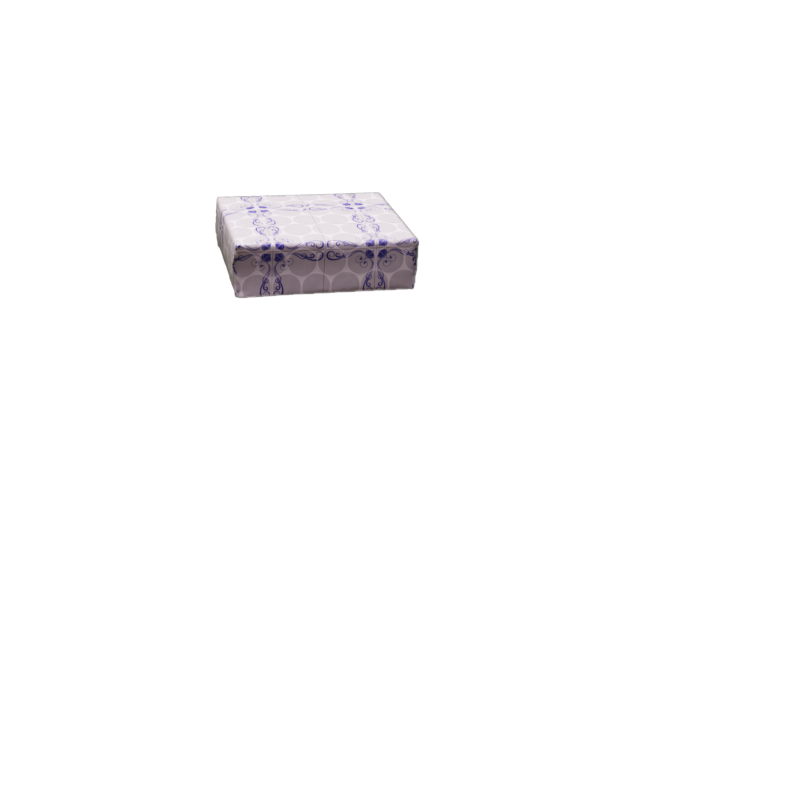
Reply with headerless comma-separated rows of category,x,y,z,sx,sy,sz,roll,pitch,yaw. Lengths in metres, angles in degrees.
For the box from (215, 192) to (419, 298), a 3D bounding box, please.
box,-0.054,-0.099,0.690,0.112,0.037,0.096,-6,27,-12
